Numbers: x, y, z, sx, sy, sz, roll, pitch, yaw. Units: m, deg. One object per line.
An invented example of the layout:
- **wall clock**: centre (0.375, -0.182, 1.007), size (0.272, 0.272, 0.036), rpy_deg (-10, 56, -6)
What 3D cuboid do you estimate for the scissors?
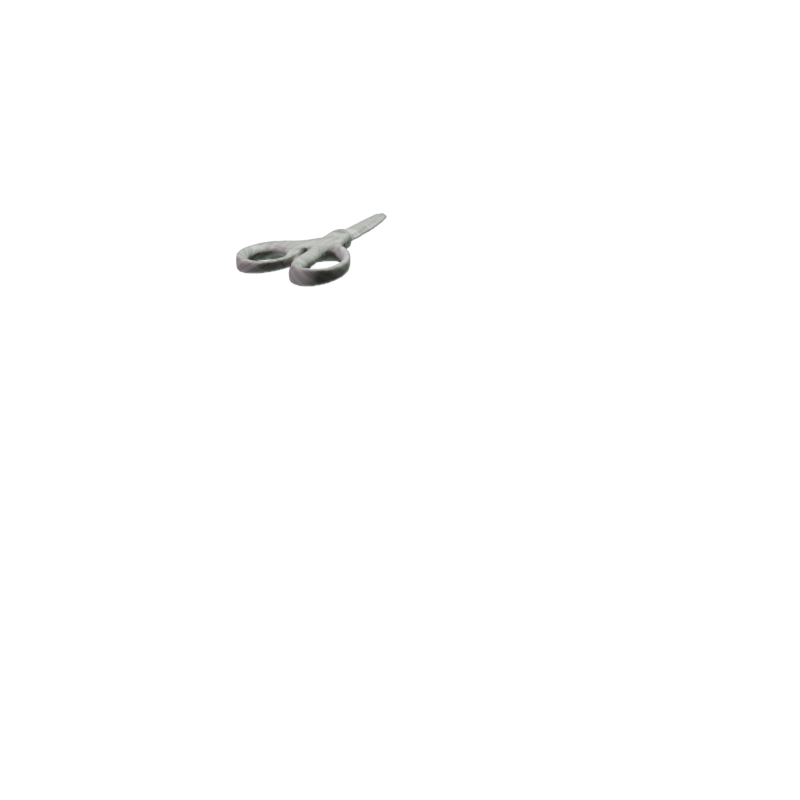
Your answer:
- **scissors**: centre (-0.070, -0.128, 0.893), size (0.097, 0.015, 0.208), rpy_deg (3, 22, 6)
